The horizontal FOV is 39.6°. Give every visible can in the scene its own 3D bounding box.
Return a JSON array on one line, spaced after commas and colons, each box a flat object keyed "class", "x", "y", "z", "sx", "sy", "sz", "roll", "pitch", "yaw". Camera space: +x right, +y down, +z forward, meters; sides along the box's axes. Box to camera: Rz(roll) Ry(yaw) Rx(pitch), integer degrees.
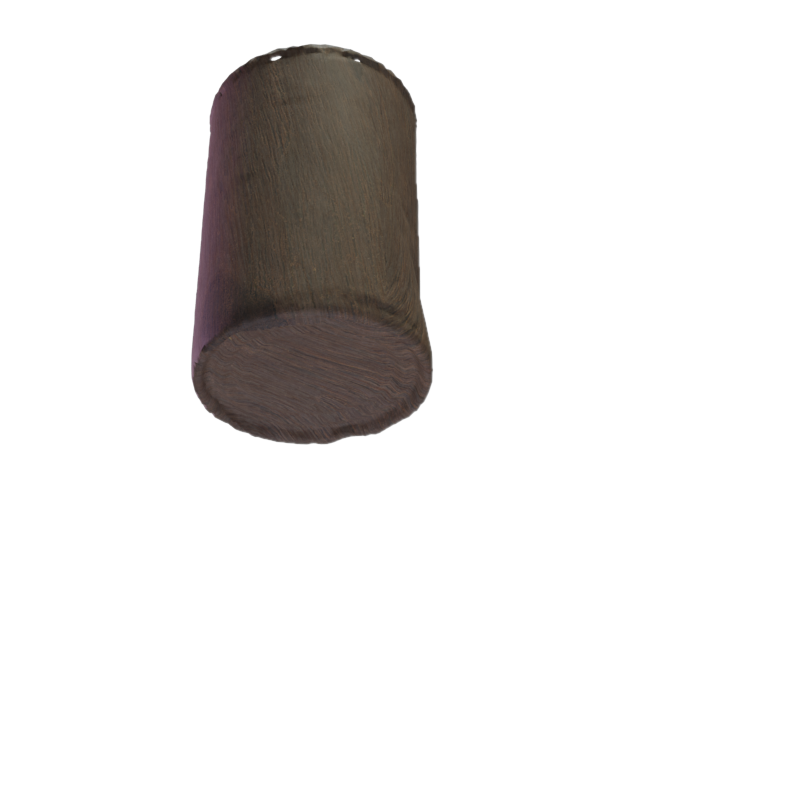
[{"class": "can", "x": -0.026, "y": -0.047, "z": 0.331, "sx": 0.068, "sy": 0.110, "sz": 0.064, "roll": -1, "pitch": -37, "yaw": -3}]
